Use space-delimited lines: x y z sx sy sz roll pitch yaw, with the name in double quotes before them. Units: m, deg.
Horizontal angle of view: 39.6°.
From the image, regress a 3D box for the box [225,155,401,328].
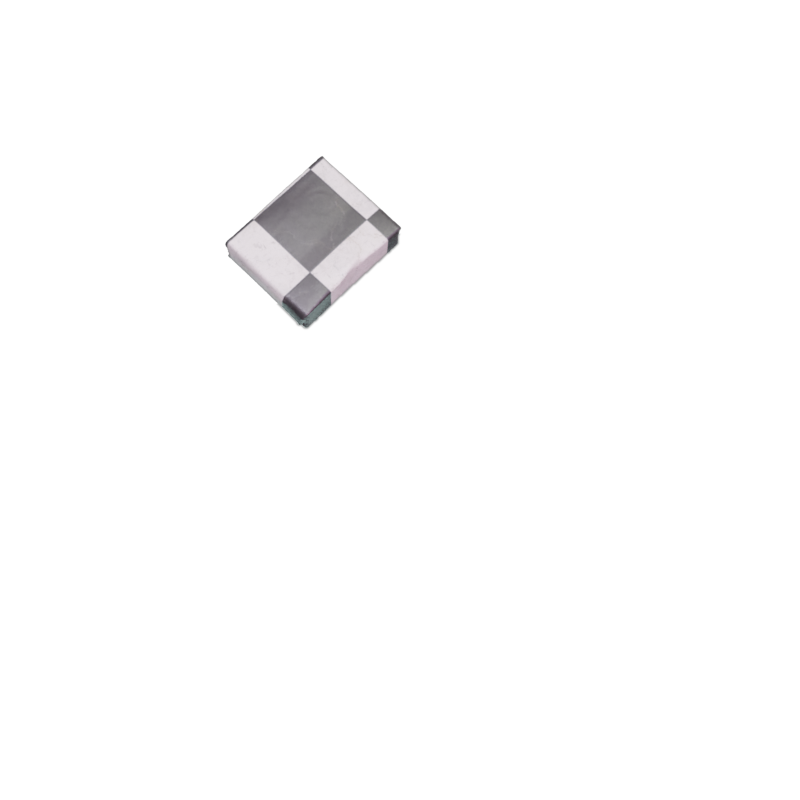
"box" -0.056 -0.102 0.713 0.076 0.090 0.029 42 -16 15
